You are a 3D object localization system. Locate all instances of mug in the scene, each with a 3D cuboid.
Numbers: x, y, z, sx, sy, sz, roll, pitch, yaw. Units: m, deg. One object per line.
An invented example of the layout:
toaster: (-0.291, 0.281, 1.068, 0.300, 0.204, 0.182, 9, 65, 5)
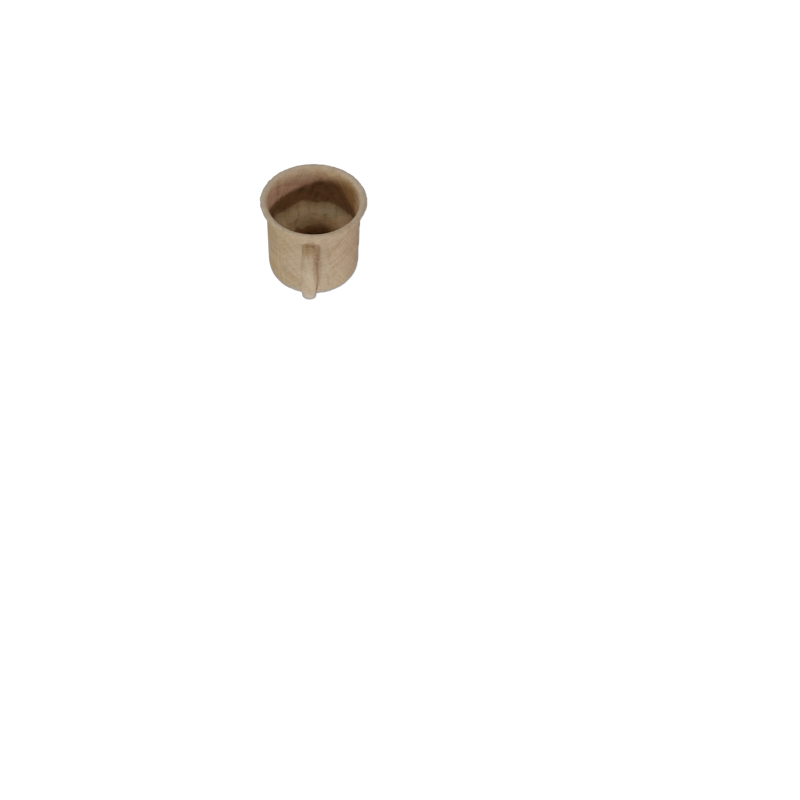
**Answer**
mug: (-0.077, -0.140, 0.979, 0.093, 0.126, 0.076, 0, -40, -2)
